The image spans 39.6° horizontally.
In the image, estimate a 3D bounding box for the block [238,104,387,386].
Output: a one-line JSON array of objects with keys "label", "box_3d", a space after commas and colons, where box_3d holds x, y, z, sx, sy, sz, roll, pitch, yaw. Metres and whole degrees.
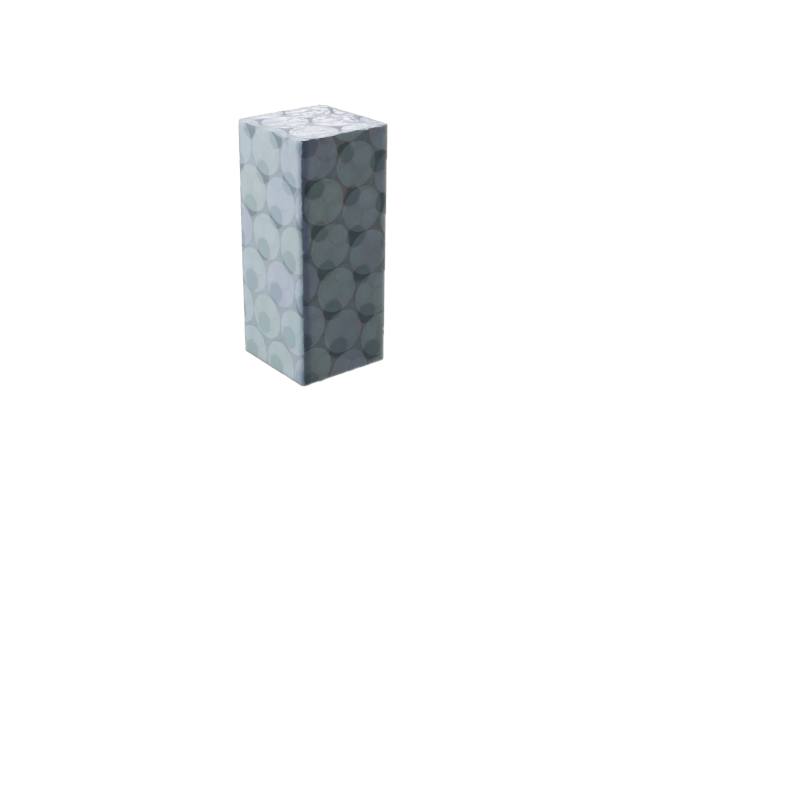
[{"label": "block", "box_3d": [-0.073, -0.131, 0.921, 0.088, 0.196, 0.097, -16, 28, -36]}]
